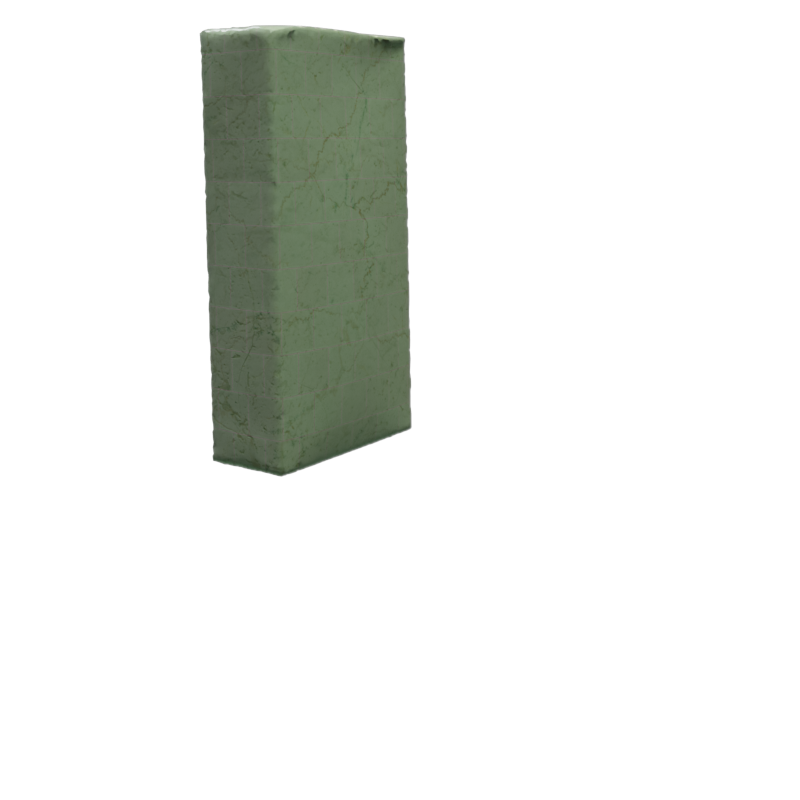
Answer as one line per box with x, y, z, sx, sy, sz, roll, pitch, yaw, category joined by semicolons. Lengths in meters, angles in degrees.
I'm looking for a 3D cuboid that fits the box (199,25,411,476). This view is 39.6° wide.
-0.037;-0.067;0.469;0.050;0.173;0.091;6;11;36;box
